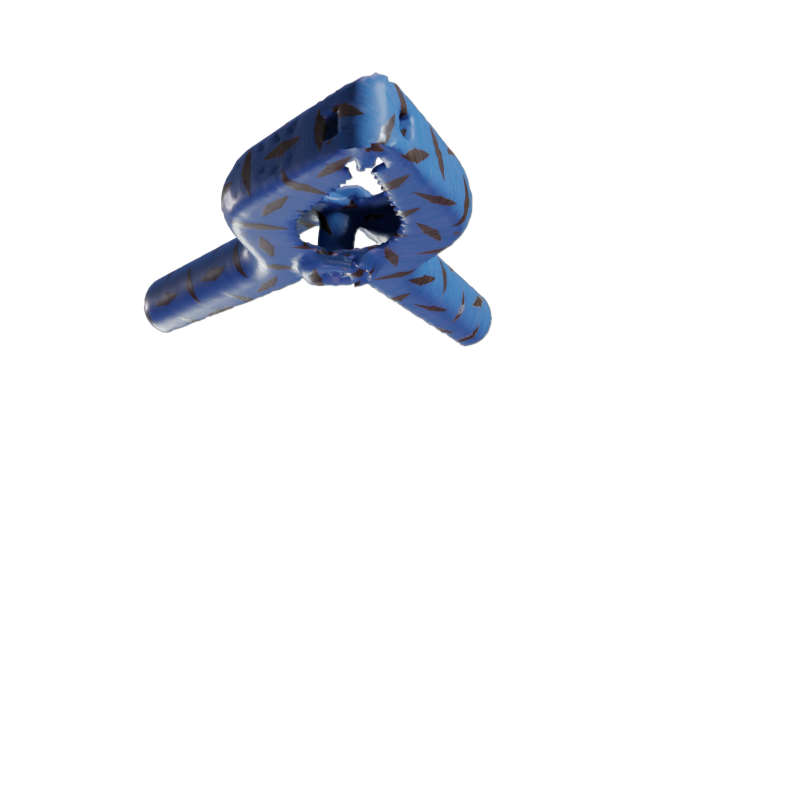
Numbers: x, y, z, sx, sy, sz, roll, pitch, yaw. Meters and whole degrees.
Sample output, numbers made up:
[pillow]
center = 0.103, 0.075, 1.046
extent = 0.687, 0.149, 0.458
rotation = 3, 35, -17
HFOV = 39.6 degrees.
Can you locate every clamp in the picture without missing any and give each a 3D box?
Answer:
[clamp]
center = -0.035, -0.065, 0.452
extent = 0.165, 0.038, 0.200
rotation = 0, -17, -1
